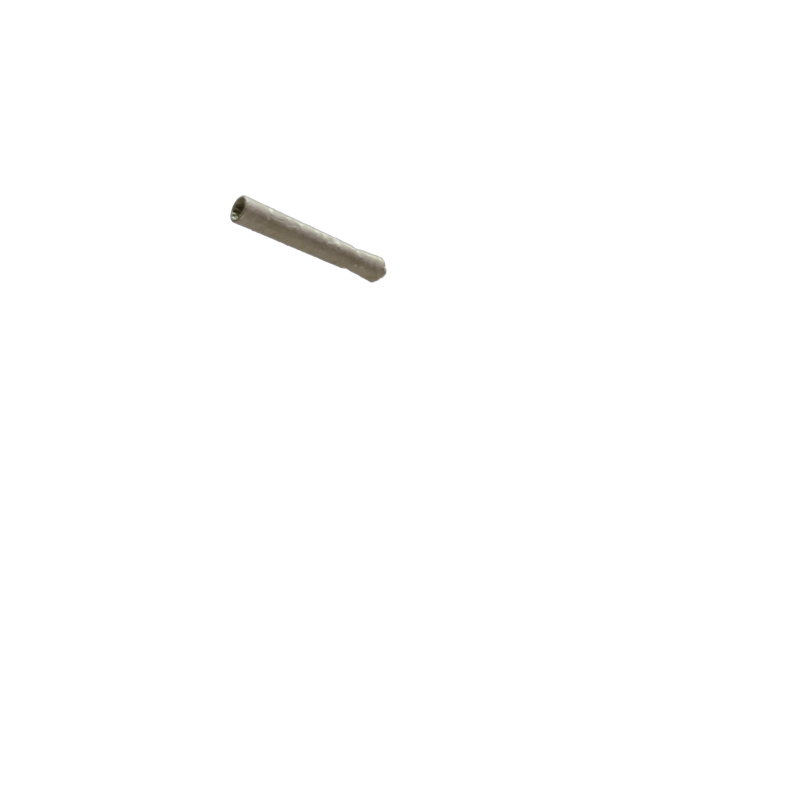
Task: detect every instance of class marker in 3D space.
[{"bbox_3d":[-0.057,-0.105,0.732,0.114,0.020,0.020,20,-8,-32],"label":"marker"}]
